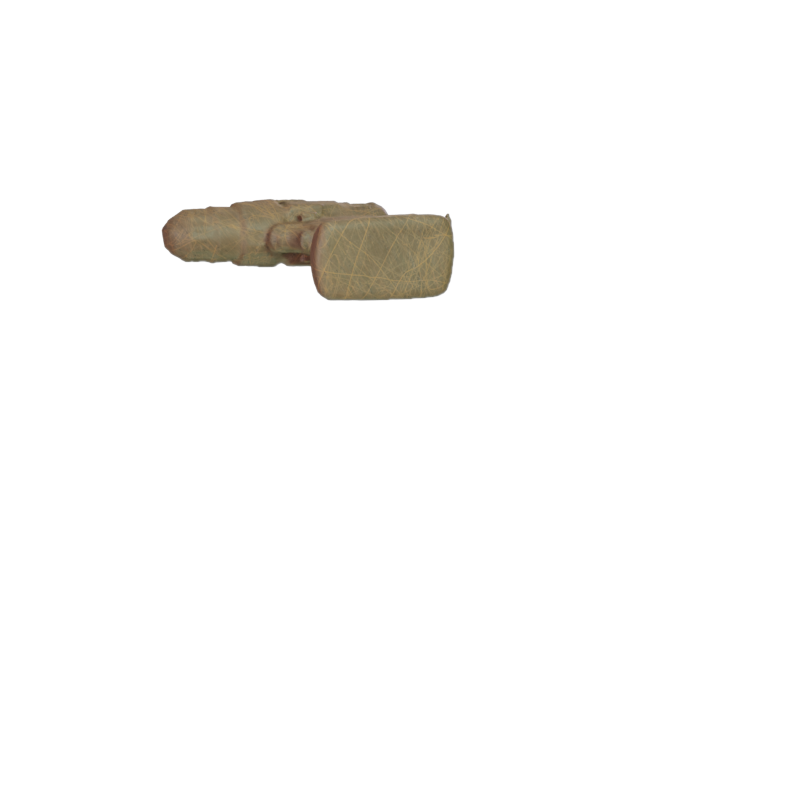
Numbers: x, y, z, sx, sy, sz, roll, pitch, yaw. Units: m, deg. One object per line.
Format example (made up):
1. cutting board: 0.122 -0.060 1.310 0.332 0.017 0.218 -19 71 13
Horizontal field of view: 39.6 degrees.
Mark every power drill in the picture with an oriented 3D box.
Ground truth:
1. power drill: -0.063 -0.114 0.800 0.180 0.056 0.198 -7 18 -24
